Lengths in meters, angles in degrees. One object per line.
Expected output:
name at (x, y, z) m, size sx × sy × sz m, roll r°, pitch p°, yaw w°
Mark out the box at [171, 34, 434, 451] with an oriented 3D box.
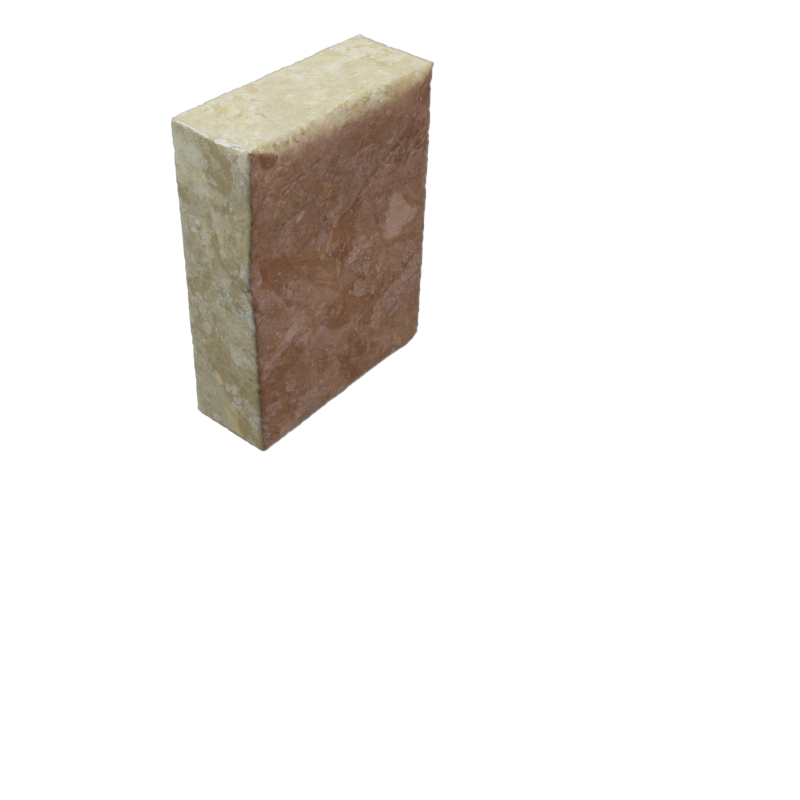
box at (-0.055, -0.100, 0.697) m, size 0.076 × 0.200 × 0.165 m, roll 27°, pitch 43°, yaw 29°
